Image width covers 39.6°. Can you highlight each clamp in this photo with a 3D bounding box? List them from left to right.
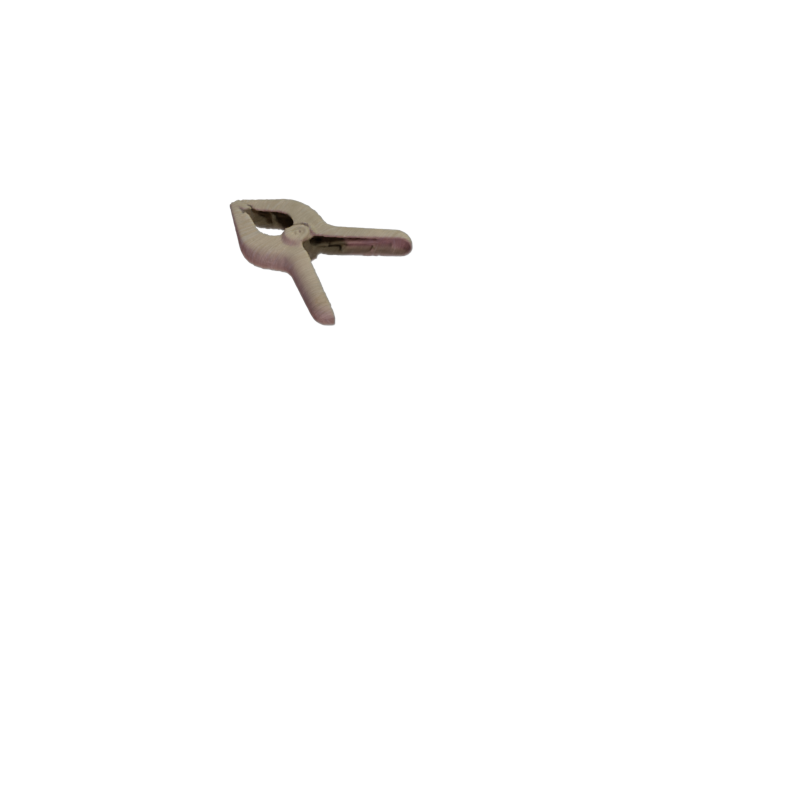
[{"bbox_3d":[-0.077,-0.141,0.987,0.120,0.036,0.184,-32,53,-28],"label":"clamp"}]
